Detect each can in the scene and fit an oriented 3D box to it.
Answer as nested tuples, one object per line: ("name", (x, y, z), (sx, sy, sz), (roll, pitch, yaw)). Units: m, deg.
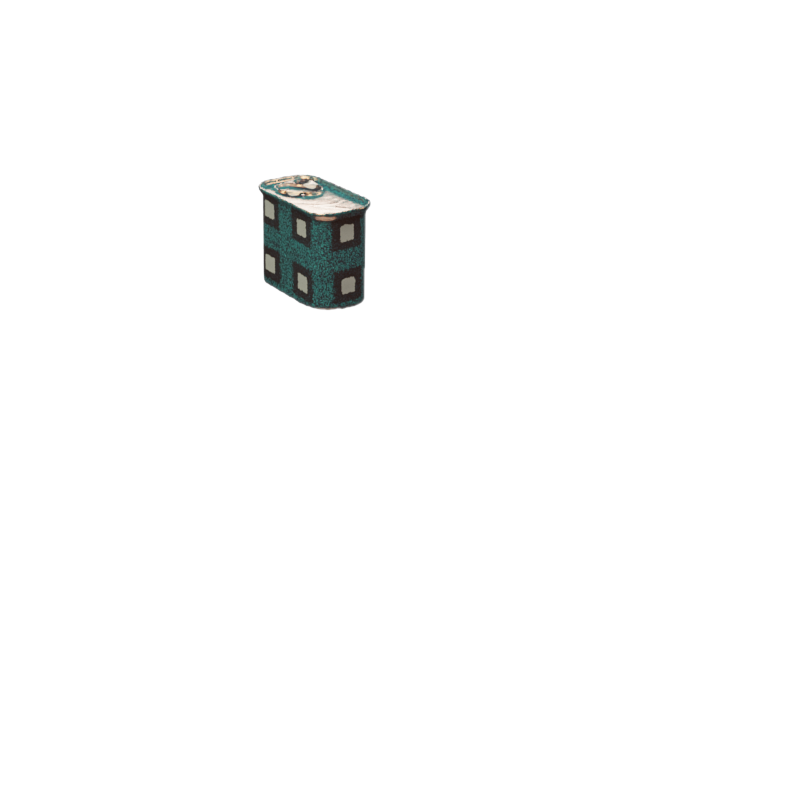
("can", (-0.070, -0.128, 0.897), (0.056, 0.080, 0.109), (-15, 30, -33))
